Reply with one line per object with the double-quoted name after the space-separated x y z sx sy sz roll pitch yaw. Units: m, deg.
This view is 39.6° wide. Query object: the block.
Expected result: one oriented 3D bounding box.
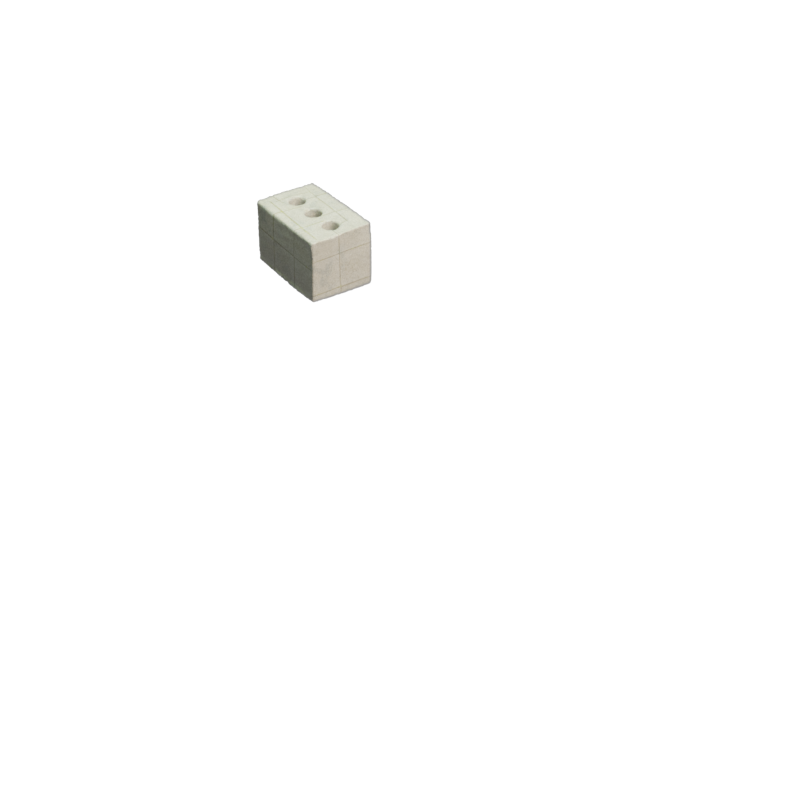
-0.064 -0.117 0.821 0.052 0.048 0.084 -21 41 -29 "block"
